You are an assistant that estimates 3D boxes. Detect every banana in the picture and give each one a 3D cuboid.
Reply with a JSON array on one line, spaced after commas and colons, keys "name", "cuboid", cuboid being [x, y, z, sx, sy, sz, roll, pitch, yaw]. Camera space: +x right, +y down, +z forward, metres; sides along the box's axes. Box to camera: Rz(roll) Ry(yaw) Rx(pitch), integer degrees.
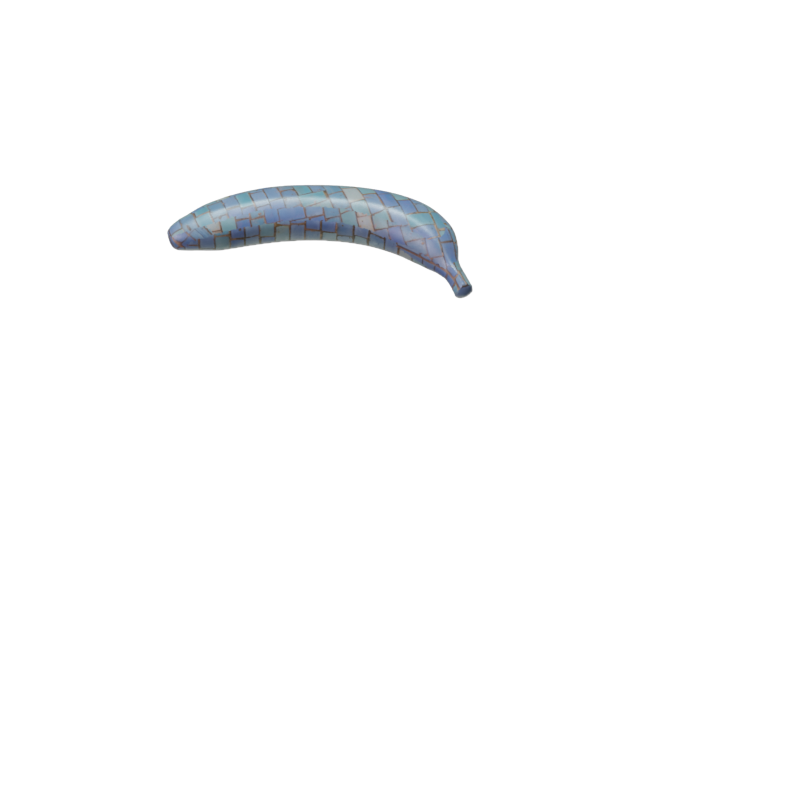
[{"name": "banana", "cuboid": [-0.048, -0.112, 0.715, 0.201, 0.034, 0.073, 9, 40, 10]}]
